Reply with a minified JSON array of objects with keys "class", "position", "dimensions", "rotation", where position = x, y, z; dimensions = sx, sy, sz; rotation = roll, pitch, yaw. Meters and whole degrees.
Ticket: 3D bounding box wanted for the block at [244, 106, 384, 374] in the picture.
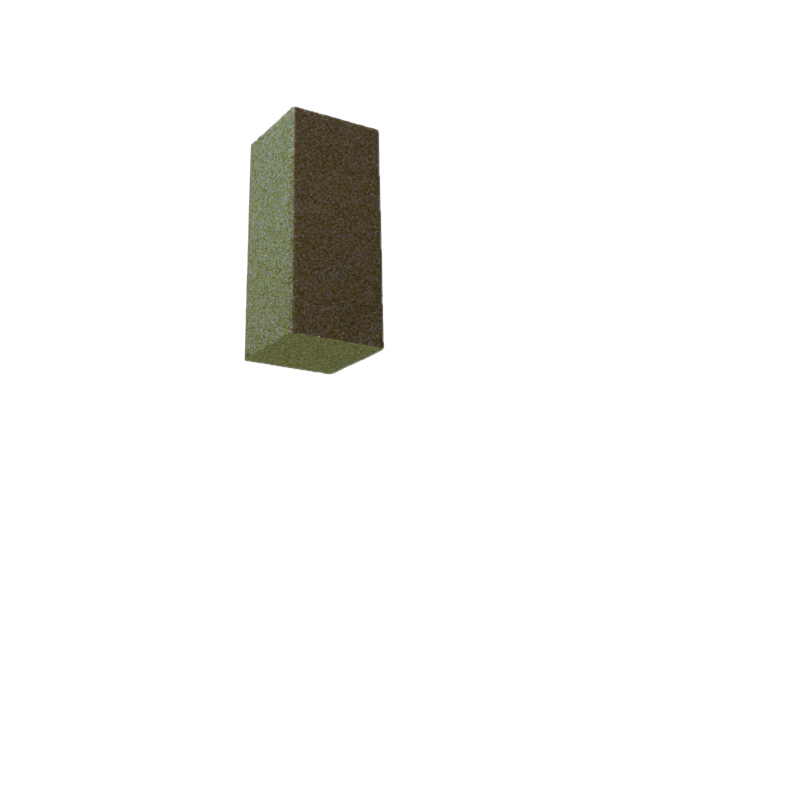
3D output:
[{"class":"block","position":[-0.076,-0.138,0.969],"dimensions":[0.087,0.217,0.090],"rotation":[11,-24,-30]}]
